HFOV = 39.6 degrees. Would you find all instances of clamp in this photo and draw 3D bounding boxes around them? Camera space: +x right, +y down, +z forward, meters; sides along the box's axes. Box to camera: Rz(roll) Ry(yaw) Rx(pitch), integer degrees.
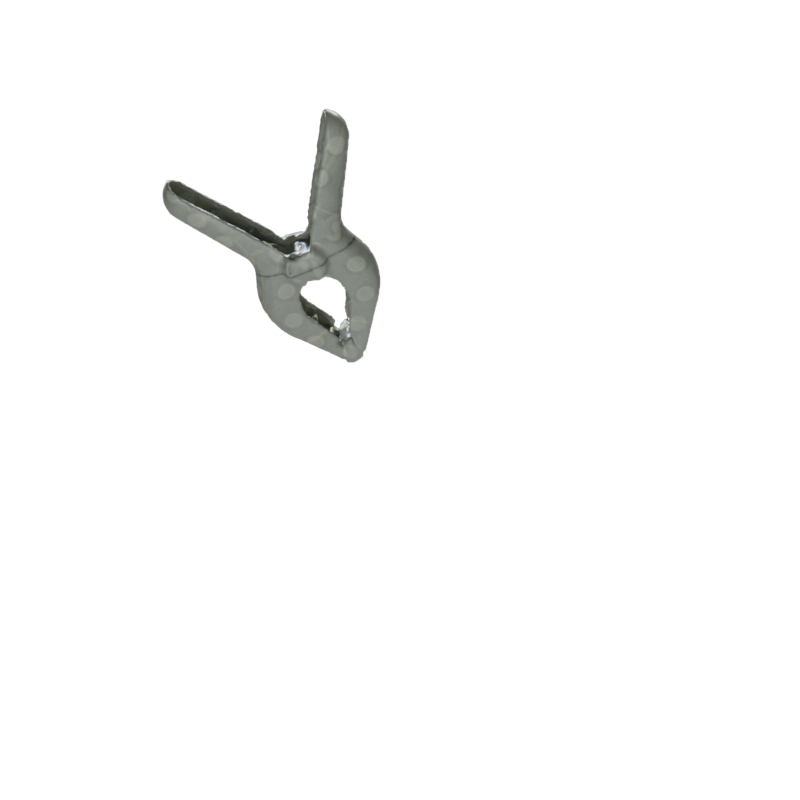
[{"bbox_3d":[-0.055,-0.100,0.698,0.120,0.160,0.042,-27,32,19],"label":"clamp"}]
